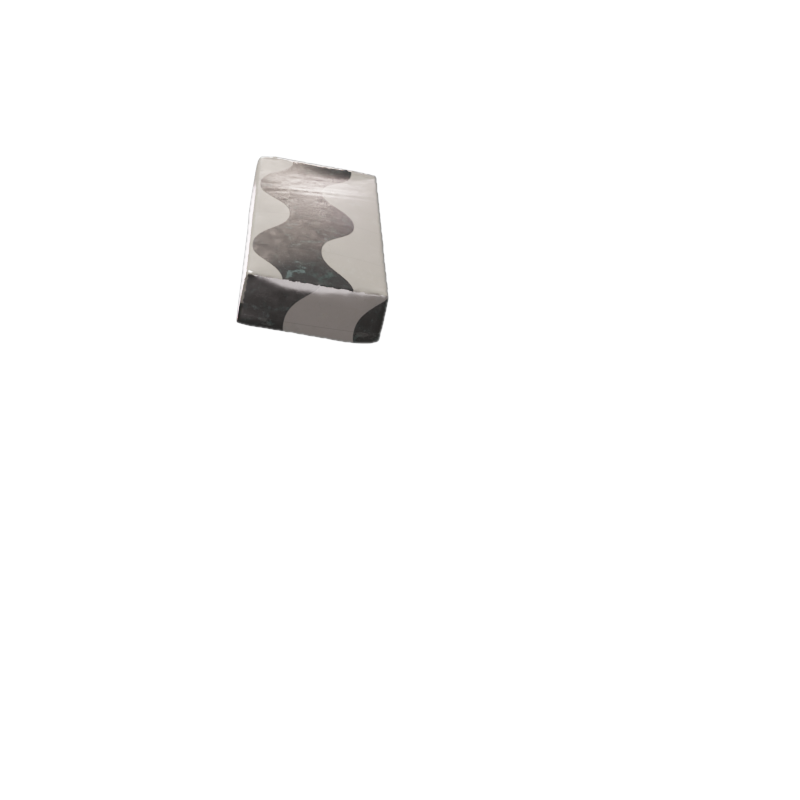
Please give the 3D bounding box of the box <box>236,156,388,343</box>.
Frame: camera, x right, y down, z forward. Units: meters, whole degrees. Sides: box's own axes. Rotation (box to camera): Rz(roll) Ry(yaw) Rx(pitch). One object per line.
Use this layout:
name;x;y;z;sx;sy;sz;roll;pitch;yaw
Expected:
box;-0.060;-0.110;0.767;0.092;0.045;0.188;8;36;-9
